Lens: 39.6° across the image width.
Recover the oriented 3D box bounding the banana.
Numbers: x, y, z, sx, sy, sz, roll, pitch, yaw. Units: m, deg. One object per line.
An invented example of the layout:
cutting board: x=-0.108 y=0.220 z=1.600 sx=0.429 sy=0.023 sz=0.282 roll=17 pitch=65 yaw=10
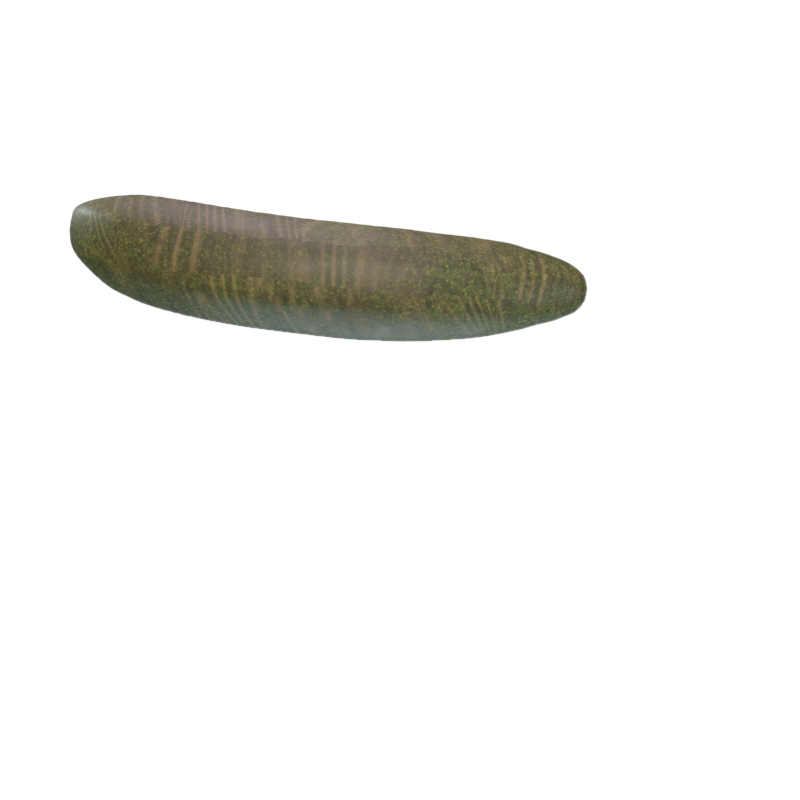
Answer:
banana: x=-0.041 y=-0.049 z=0.377 sx=0.205 sy=0.035 sz=0.070 roll=13 pitch=29 yaw=23
